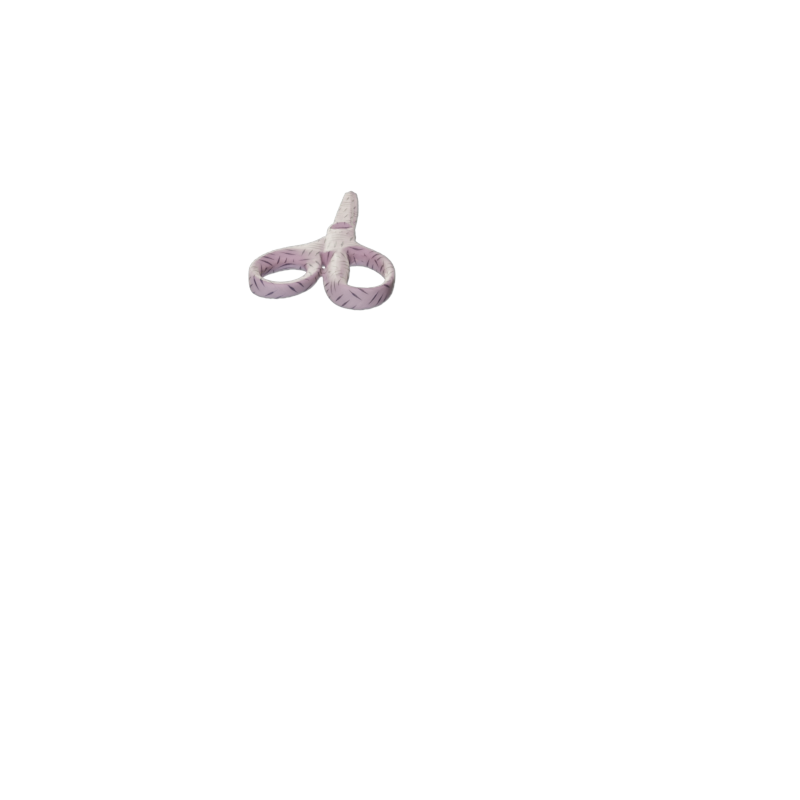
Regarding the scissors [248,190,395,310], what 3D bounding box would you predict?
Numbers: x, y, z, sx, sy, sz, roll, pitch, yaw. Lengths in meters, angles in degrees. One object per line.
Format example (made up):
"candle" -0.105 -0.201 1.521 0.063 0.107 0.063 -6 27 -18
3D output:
"scissors" -0.056 -0.103 0.718 0.095 0.015 0.215 -5 27 -11
